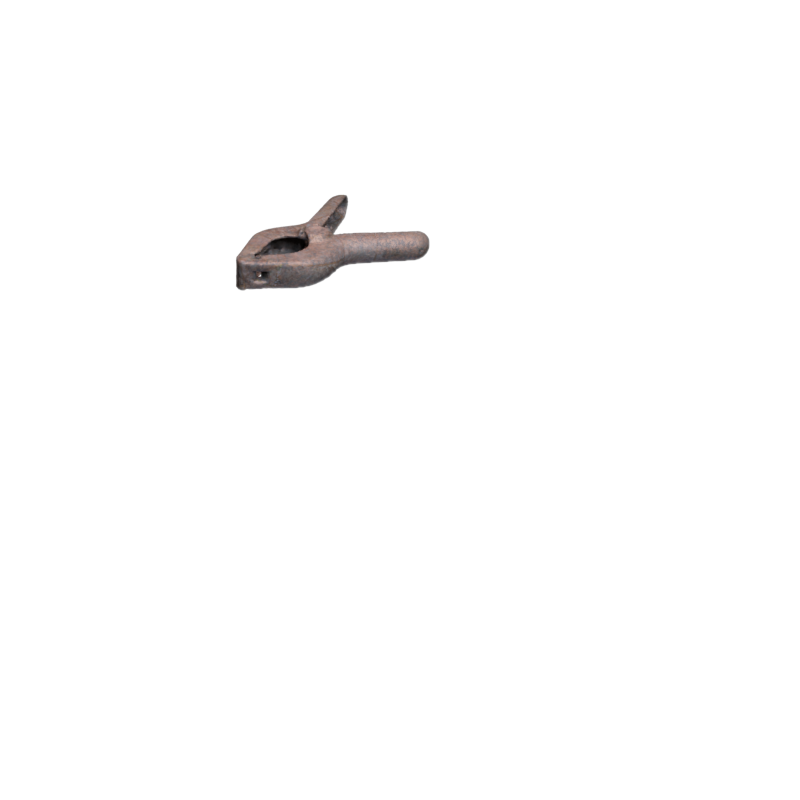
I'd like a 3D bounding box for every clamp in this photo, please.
[{"bbox_3d":[-0.075,-0.136,0.954,0.168,0.037,0.129,-16,30,-29],"label":"clamp"}]
